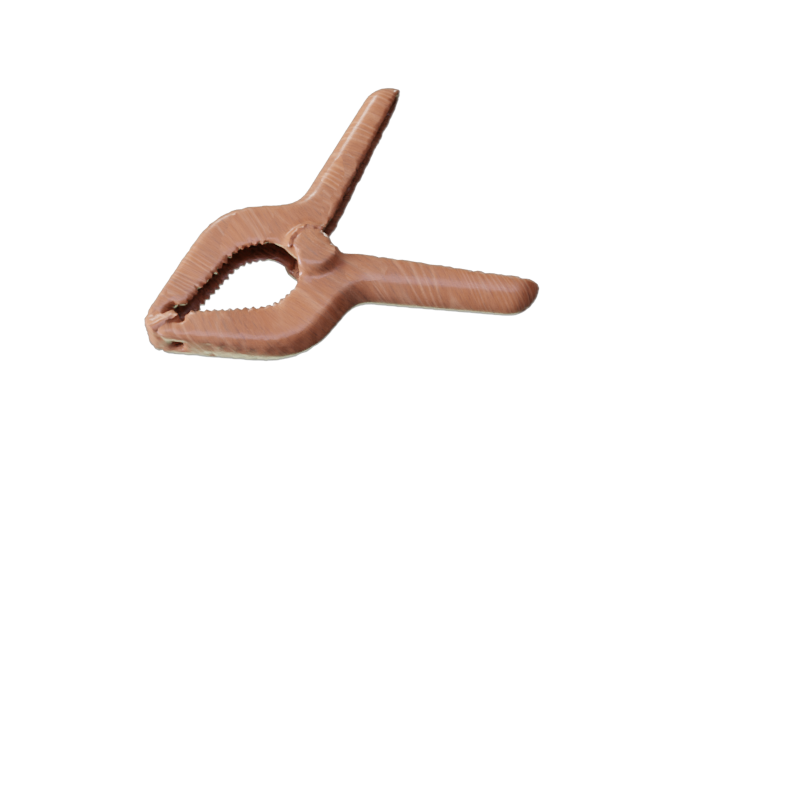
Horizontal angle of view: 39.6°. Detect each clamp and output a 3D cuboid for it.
[{"bbox_3d":[-0.049,-0.090,0.630,0.209,0.176,0.034,-20,-26,-11],"label":"clamp"}]
